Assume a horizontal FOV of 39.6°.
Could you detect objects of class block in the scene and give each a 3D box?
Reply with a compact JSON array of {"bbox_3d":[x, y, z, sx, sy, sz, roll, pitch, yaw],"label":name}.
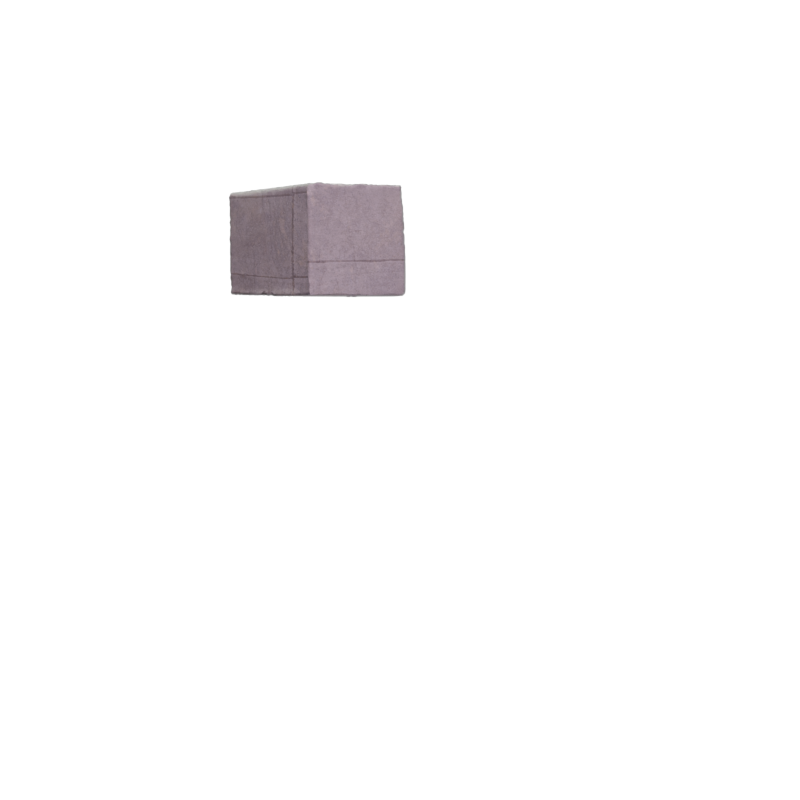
[{"bbox_3d":[-0.041,-0.075,0.525,0.051,0.051,0.081,-2,4,-35],"label":"block"}]
